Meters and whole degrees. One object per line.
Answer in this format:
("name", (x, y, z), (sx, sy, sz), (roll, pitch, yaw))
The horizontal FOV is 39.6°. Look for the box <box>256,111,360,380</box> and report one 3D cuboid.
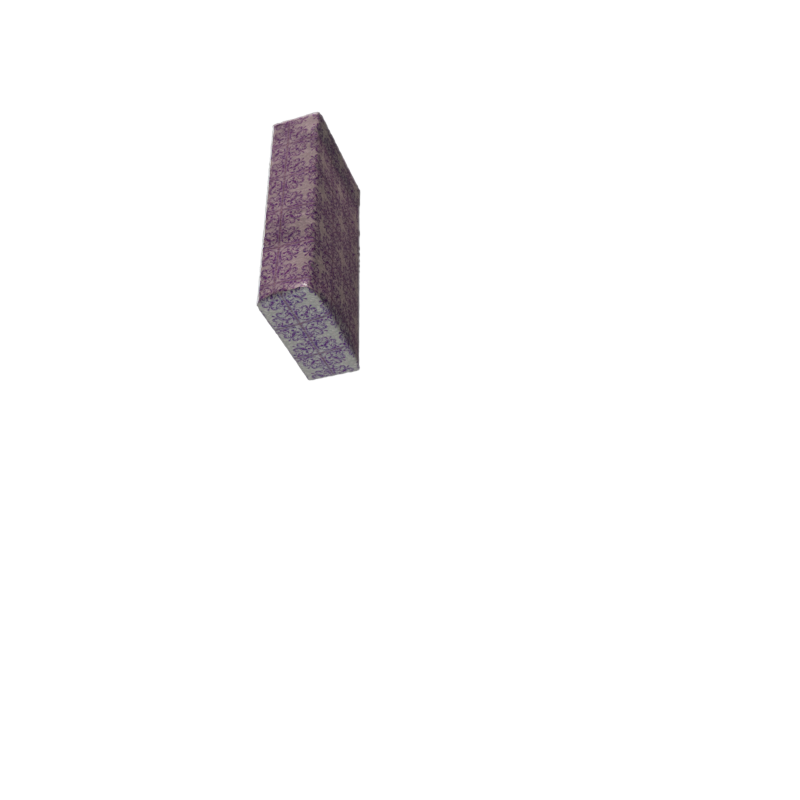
("box", (-0.063, -0.113, 0.796), (0.048, 0.189, 0.086), (-15, -42, 13))
